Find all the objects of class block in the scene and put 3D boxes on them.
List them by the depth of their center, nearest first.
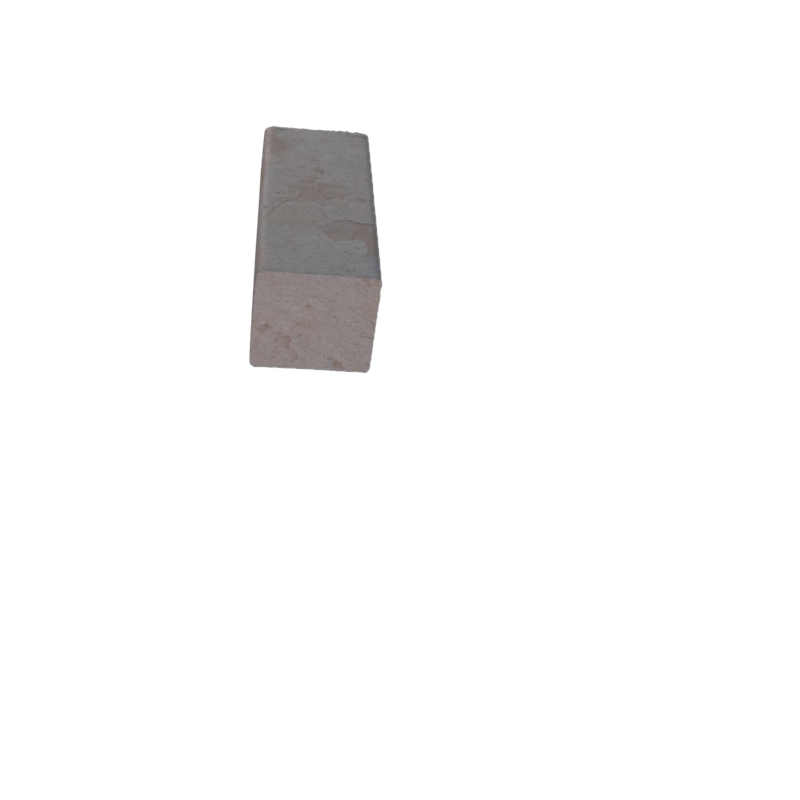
[{"bbox_3d":[-0.069,-0.125,0.875,0.090,0.085,0.221,3,39,-6],"label":"block"}]
